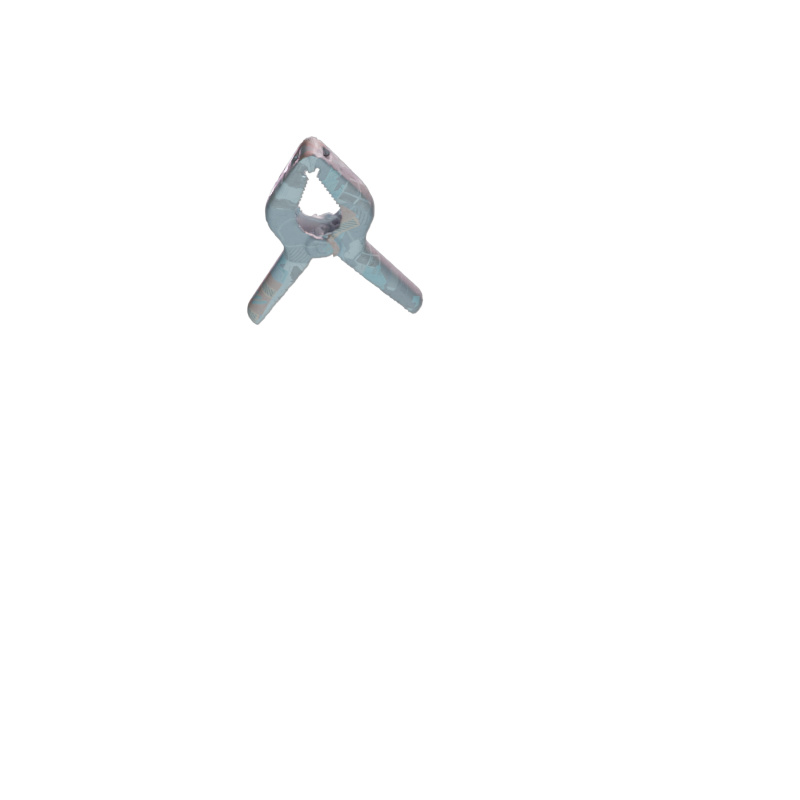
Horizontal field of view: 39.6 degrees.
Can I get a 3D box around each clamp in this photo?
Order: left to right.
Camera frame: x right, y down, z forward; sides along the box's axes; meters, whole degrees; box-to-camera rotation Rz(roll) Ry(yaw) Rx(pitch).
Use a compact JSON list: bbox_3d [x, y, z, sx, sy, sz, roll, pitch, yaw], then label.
[{"bbox_3d":[-0.077,-0.141,0.986,0.166,0.039,0.194,-9,-44,9],"label":"clamp"}]
